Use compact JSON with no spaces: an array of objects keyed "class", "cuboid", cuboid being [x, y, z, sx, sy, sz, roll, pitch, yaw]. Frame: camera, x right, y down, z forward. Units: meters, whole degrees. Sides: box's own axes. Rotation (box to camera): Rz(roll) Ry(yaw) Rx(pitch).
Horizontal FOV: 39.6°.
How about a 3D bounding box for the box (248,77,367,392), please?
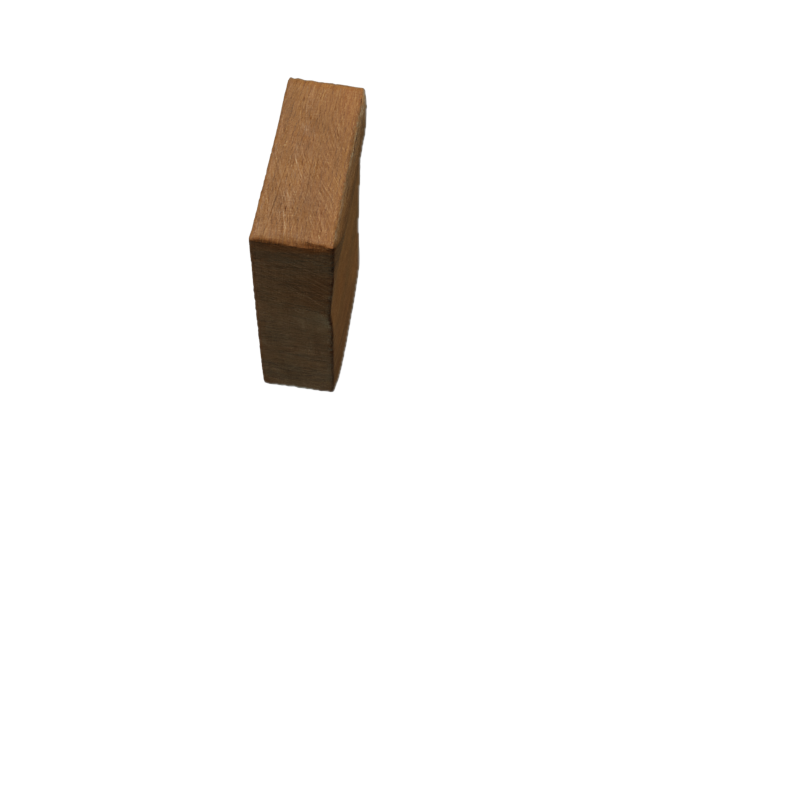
[{"class":"box","cuboid":[-0.071,-0.130,0.912,0.072,0.174,0.200,8,-32,0]}]
